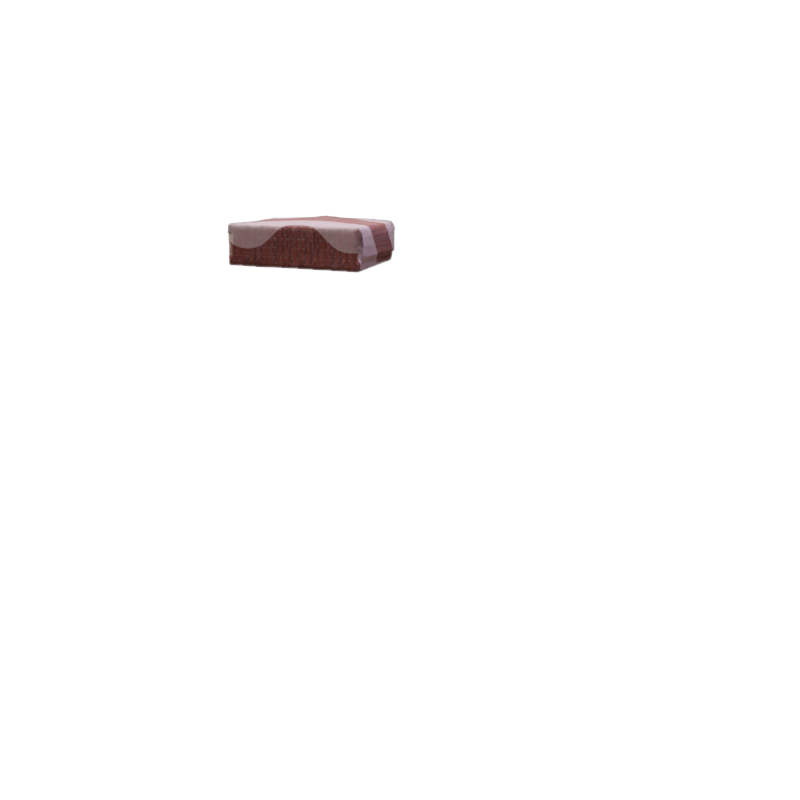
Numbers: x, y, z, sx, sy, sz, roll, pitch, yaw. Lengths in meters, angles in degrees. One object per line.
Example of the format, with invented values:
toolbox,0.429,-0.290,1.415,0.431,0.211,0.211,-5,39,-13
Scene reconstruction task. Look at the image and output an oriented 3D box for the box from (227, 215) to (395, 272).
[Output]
box,-0.056,-0.102,0.713,0.092,0.030,0.073,4,12,18
